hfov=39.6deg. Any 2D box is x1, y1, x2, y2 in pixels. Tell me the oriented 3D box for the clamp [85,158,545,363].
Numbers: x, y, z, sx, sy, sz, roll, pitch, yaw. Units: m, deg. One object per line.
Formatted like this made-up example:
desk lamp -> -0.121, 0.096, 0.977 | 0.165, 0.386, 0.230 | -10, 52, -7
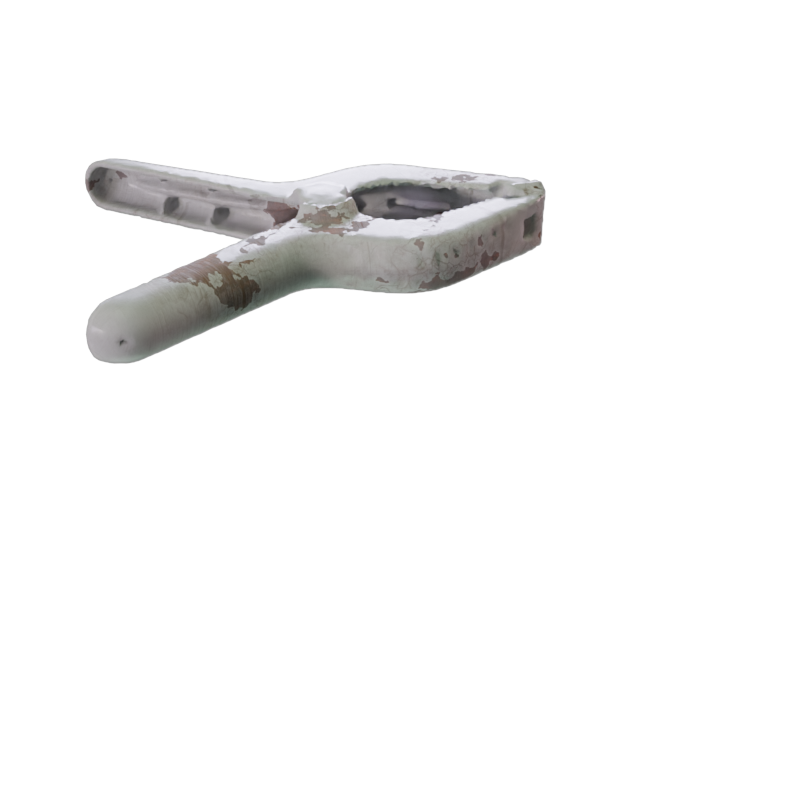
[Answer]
clamp -> -0.037, -0.068, 0.473 | 0.209, 0.034, 0.176 | -3, 32, -5
